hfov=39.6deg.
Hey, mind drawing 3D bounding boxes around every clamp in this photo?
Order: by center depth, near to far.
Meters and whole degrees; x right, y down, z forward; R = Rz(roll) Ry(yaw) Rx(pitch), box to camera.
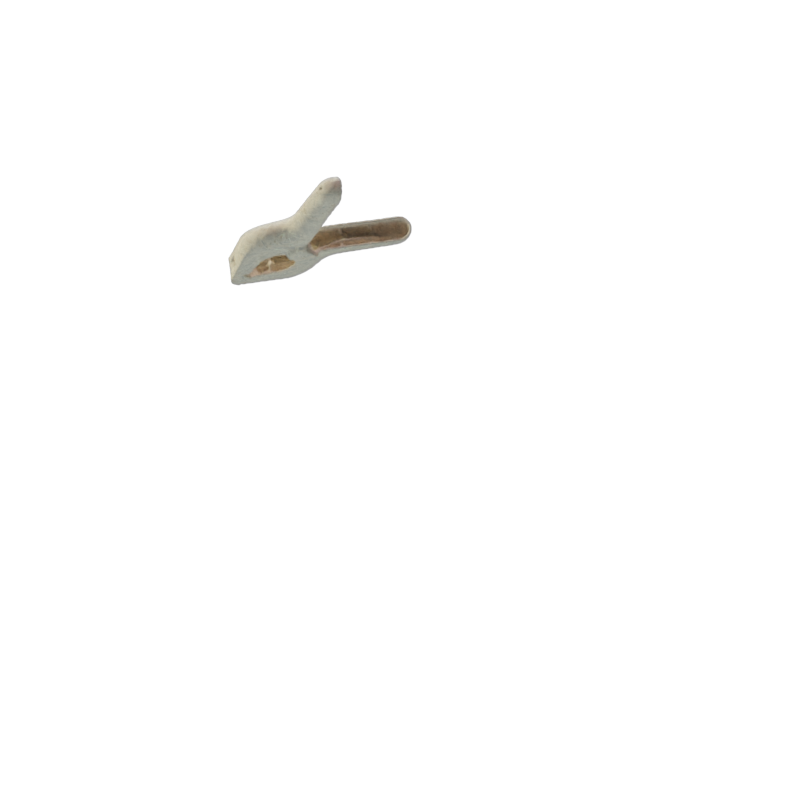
[{"bbox_3d":[-0.078,-0.142,0.996,0.172,0.042,0.113,-21,-31,39],"label":"clamp"}]
